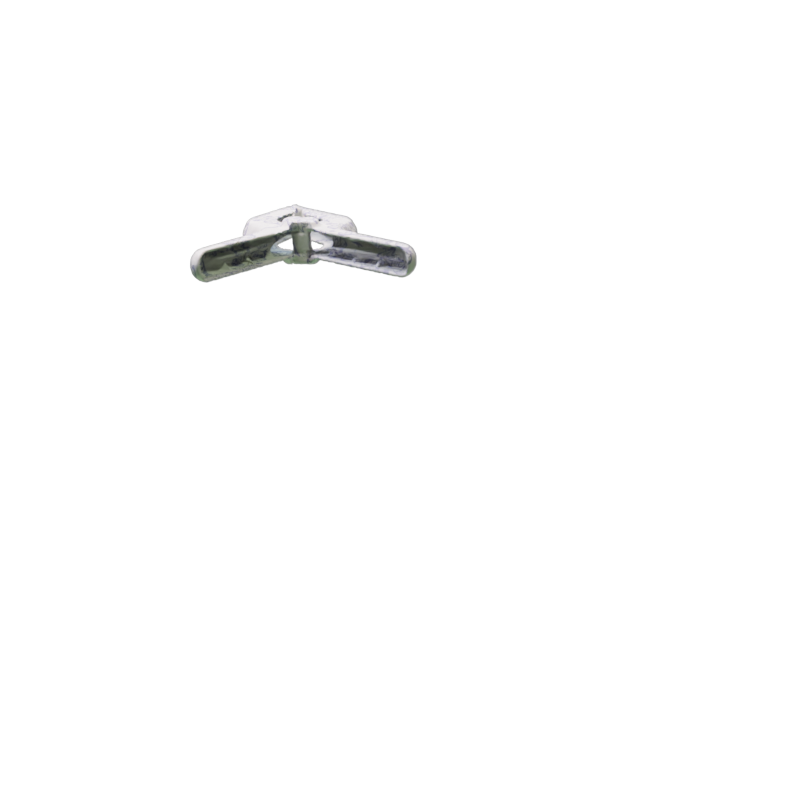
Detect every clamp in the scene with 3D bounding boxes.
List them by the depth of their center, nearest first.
[{"bbox_3d":[-0.070,-0.127,0.891,0.165,0.035,0.216,1,18,2],"label":"clamp"}]
